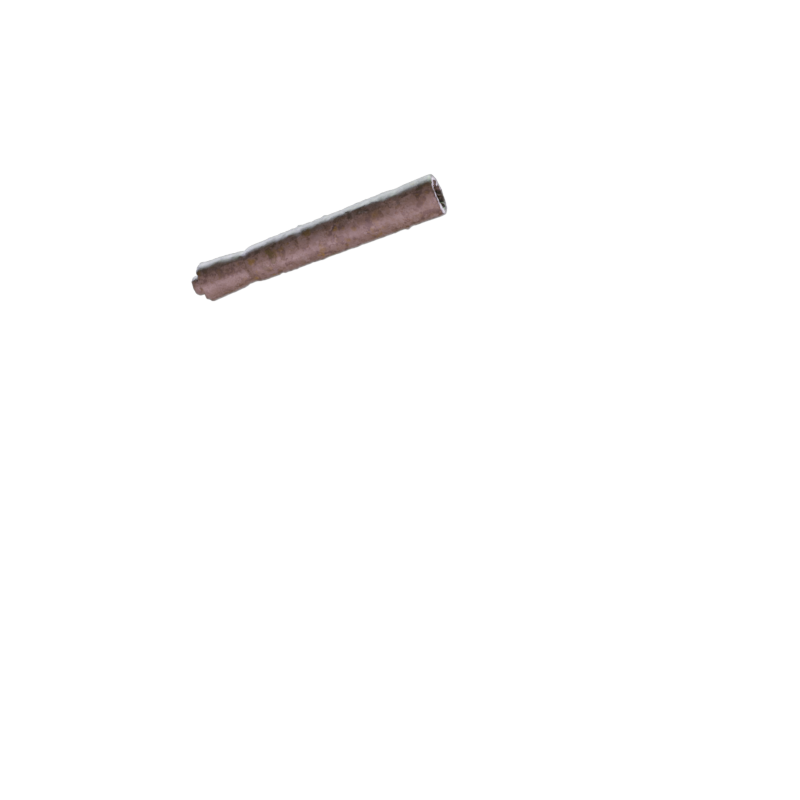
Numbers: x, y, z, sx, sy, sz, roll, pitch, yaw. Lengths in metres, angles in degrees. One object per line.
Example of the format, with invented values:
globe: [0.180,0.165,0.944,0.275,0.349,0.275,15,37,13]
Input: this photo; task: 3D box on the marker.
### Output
marker: [-0.039,-0.070,0.491,0.122,0.020,0.019,-18,-2,18]
